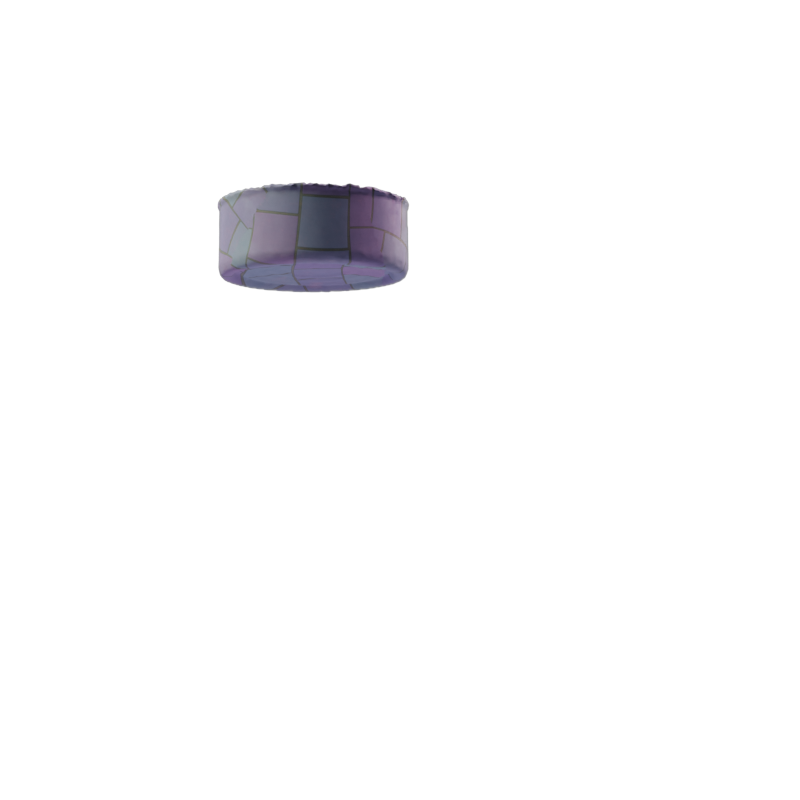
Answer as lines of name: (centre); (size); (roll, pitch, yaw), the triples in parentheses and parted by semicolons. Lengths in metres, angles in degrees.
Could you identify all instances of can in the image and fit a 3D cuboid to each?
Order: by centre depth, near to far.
can: (-0.039, -0.071, 0.494); (0.086, 0.034, 0.084); (0, -4, -2)
